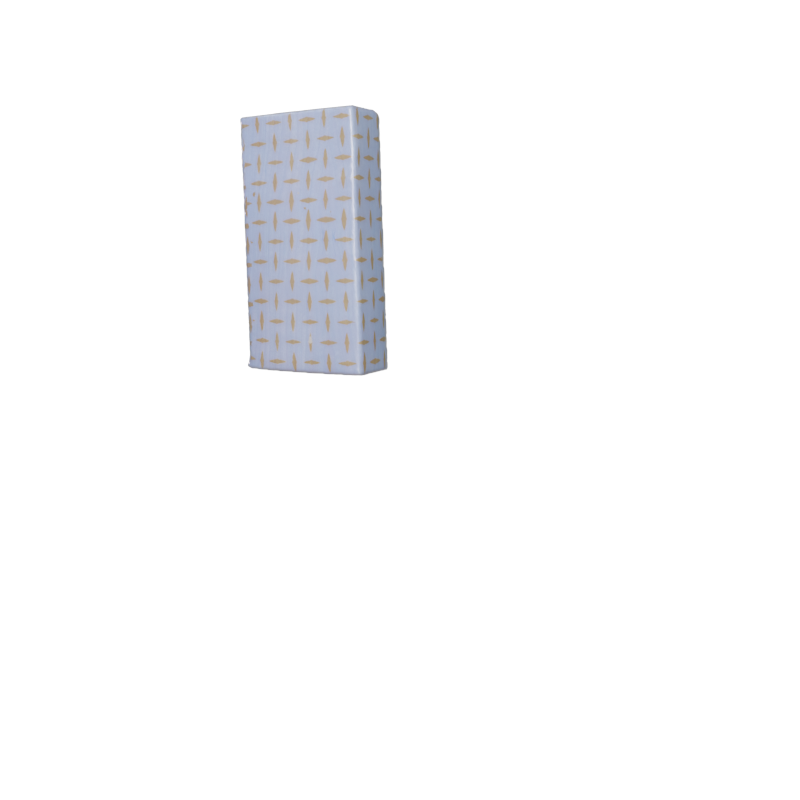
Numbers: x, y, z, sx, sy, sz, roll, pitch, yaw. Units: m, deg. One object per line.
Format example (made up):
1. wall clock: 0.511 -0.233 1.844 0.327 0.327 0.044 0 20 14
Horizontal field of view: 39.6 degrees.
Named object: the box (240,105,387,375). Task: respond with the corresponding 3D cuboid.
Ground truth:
1. box: -0.059 -0.108 0.756 0.097 0.177 0.046 0 -1 31
